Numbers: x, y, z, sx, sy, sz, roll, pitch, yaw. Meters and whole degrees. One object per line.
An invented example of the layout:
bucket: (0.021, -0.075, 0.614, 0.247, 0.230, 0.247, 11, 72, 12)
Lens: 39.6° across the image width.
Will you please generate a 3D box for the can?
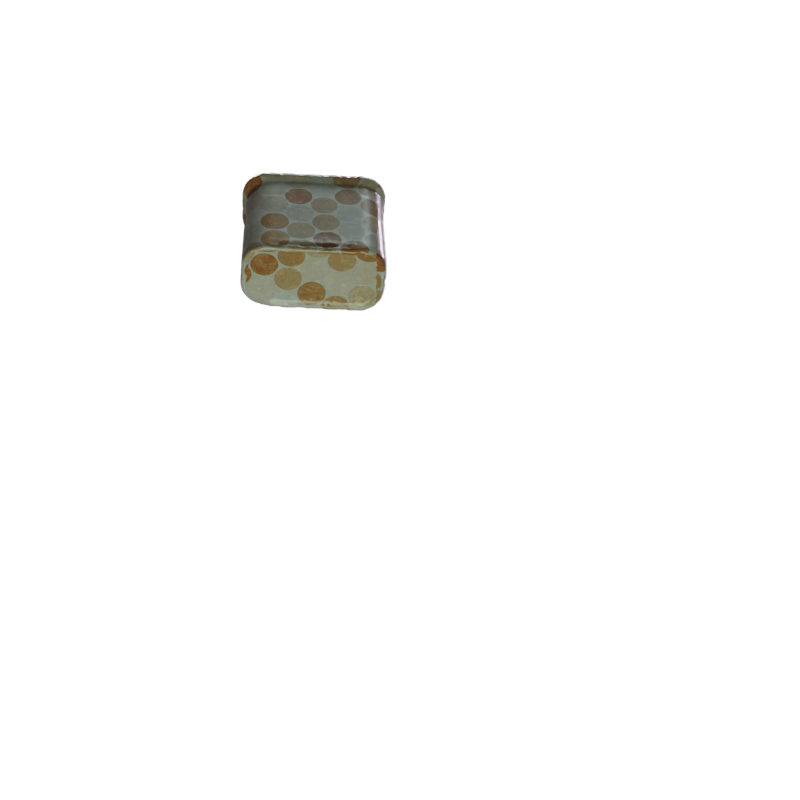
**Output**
can: (-0.060, -0.109, 0.763, 0.101, 0.054, 0.090, 2, 41, -3)
